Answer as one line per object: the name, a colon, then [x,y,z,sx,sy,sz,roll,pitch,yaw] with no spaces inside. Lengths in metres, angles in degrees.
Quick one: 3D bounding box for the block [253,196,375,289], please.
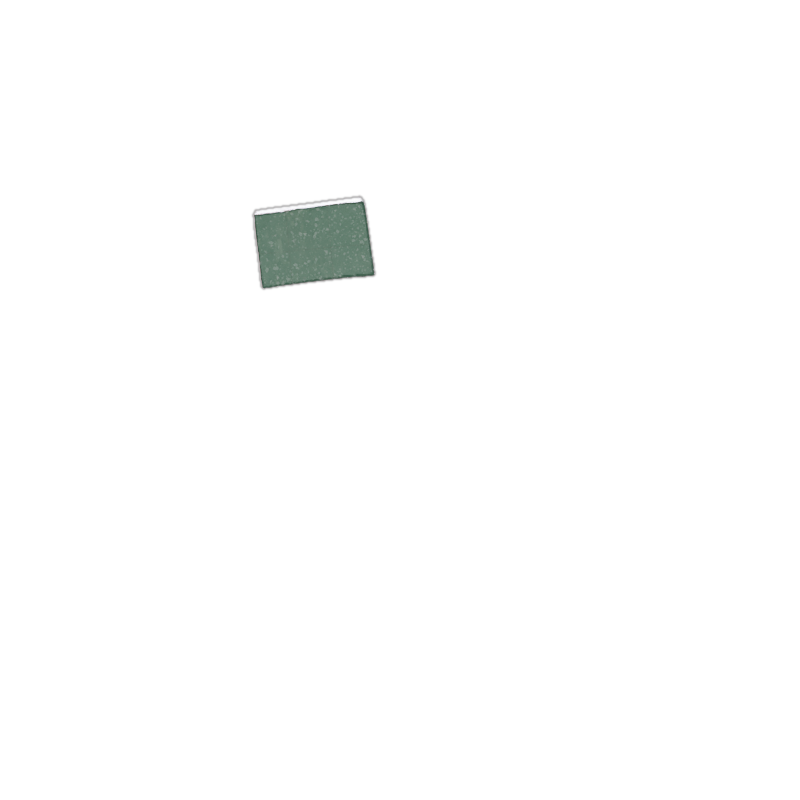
block: [-0.060,-0.109,0.763,0.078,0.052,0.052,-6,9,-1]
